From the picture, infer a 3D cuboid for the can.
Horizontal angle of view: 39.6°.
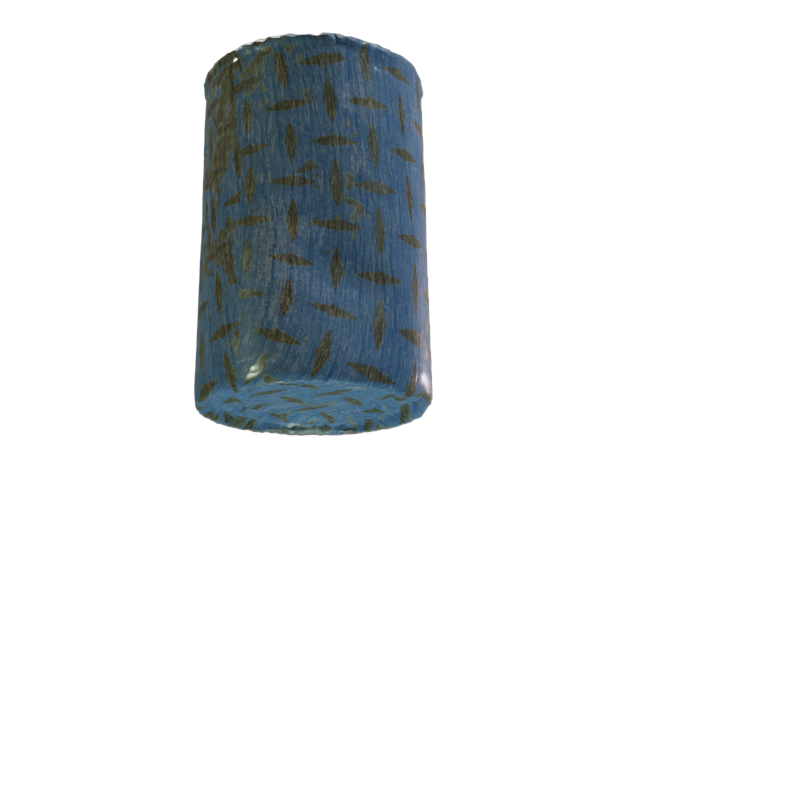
[{"bbox_3d":[-0.026,-0.047,0.327,0.068,0.107,0.066,0,-19,-2],"label":"can"}]
